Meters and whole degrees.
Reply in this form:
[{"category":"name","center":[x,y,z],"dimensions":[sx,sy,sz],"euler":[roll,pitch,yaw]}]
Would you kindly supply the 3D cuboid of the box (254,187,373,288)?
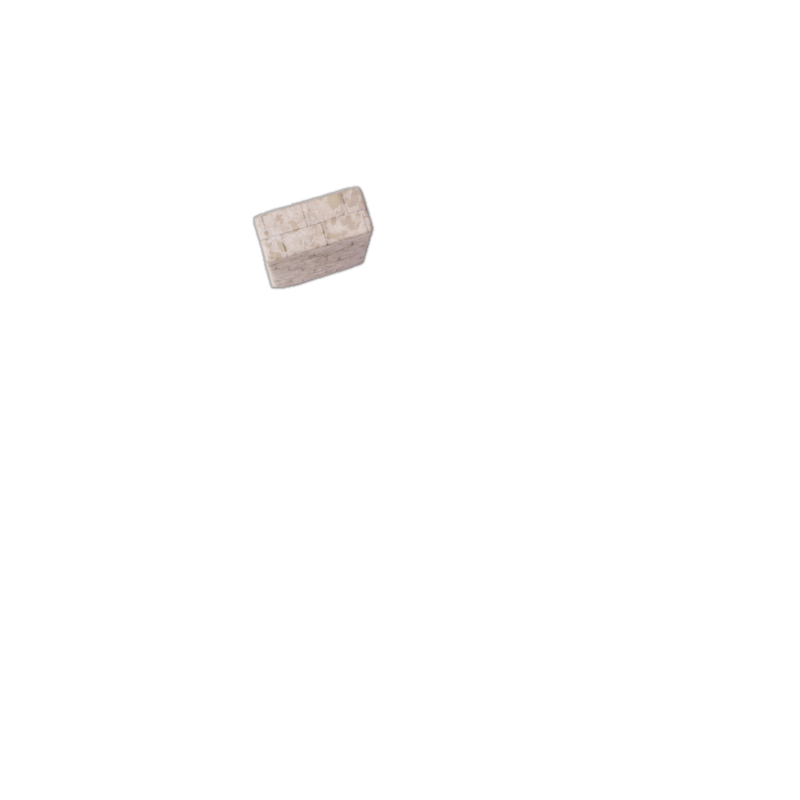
[{"category":"box","center":[-0.076,-0.140,0.976],"dimensions":[0.093,0.049,0.173],"euler":[-17,-3,-5]}]
